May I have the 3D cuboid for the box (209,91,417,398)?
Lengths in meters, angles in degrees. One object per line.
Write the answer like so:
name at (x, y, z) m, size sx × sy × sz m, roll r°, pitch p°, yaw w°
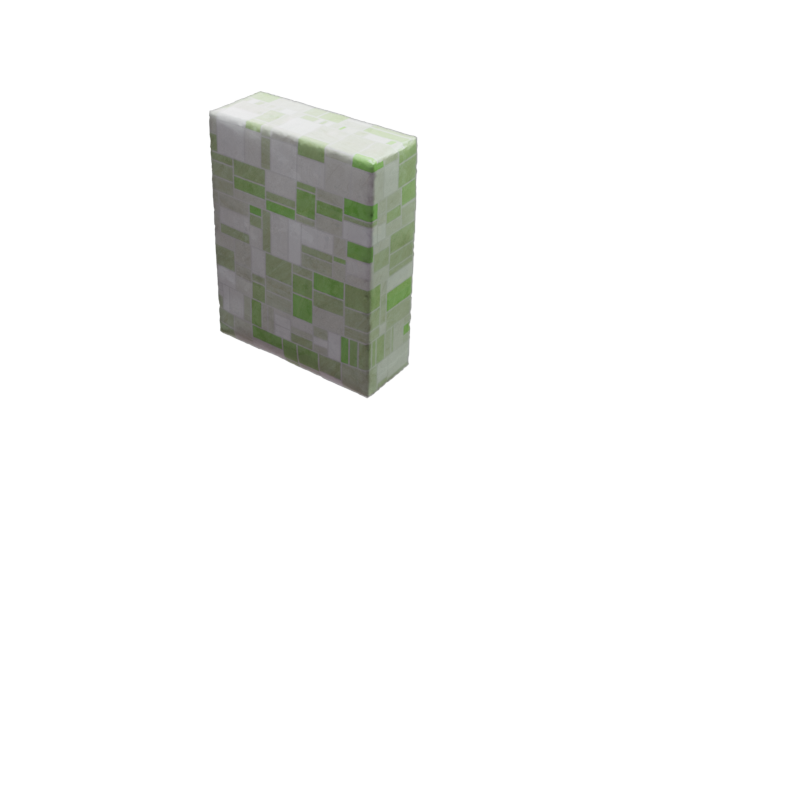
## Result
box at (-0.071, -0.130, 0.911) m, size 0.174 × 0.201 × 0.072 m, roll 23°, pitch 37°, yaw 30°
